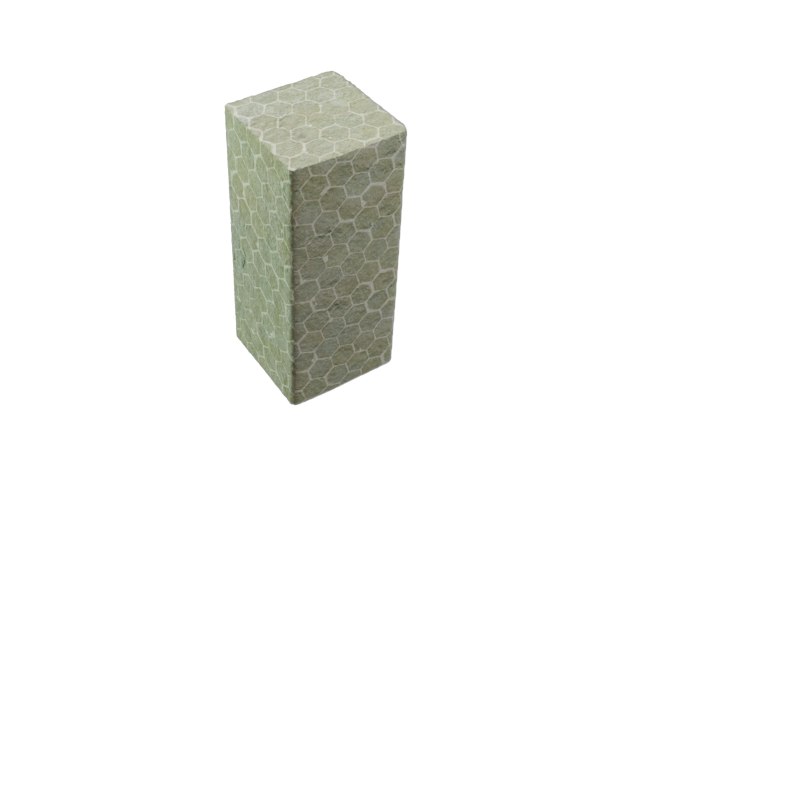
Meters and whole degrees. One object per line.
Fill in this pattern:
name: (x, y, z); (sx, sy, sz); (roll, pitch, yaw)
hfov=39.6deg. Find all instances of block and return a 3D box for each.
block: (-0.060, -0.111, 0.775); (0.089, 0.192, 0.098); (-23, 48, -26)
